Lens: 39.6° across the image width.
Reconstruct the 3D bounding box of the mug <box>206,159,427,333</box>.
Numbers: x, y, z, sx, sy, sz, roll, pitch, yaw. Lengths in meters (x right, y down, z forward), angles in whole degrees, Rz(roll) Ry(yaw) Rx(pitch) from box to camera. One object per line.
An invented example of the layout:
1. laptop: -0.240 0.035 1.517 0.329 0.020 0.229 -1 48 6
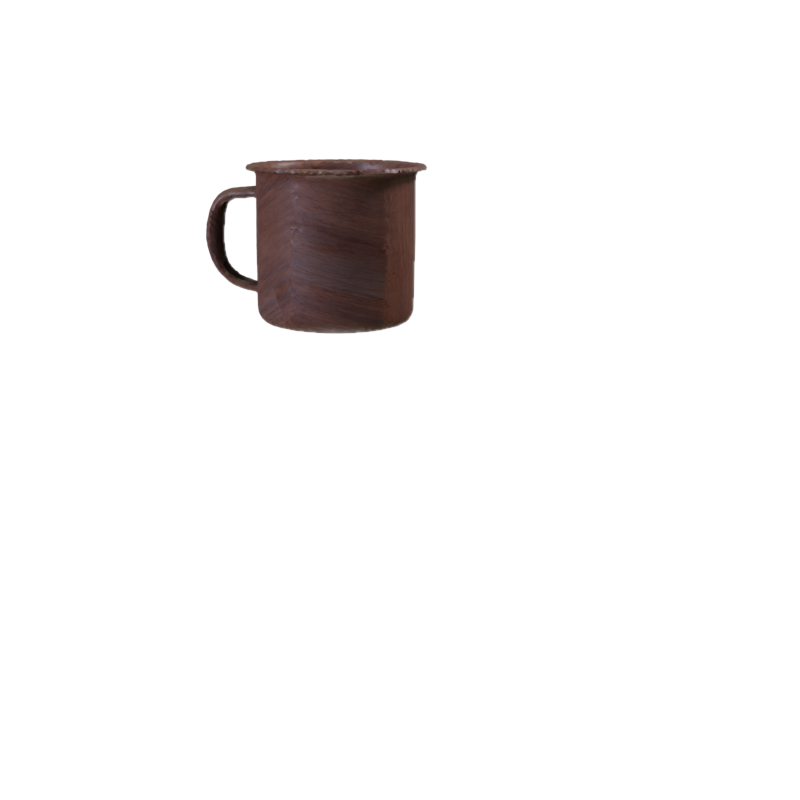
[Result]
1. mug: -0.045 -0.082 0.576 0.119 0.080 0.094 3 12 11
